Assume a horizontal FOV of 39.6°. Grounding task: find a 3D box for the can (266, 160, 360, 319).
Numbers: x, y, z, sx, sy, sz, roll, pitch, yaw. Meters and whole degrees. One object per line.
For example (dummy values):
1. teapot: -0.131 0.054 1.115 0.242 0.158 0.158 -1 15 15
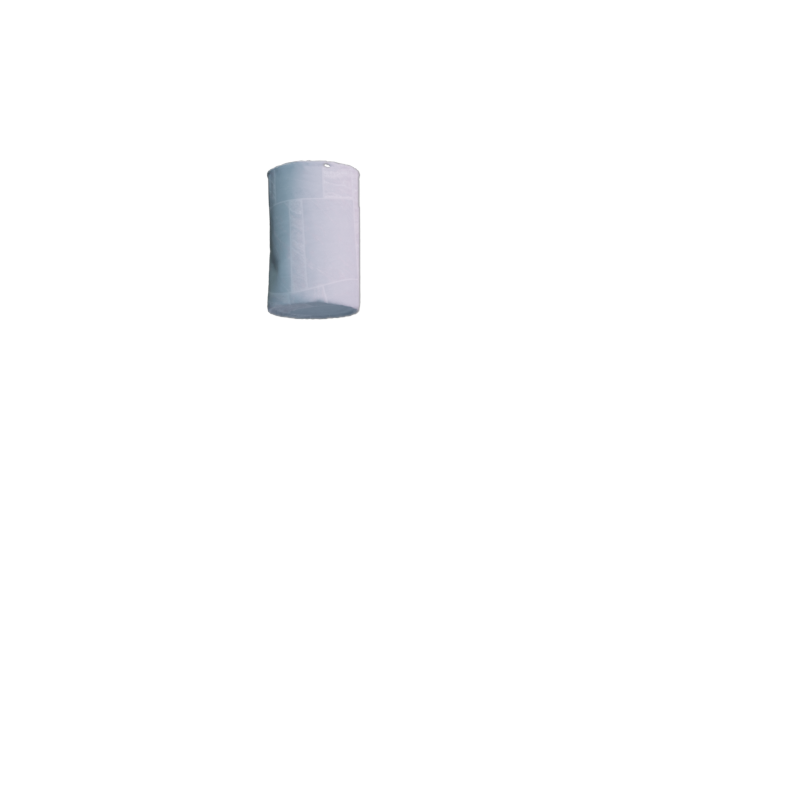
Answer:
1. can: -0.062 -0.113 0.795 0.068 0.105 0.067 0 -11 -2
